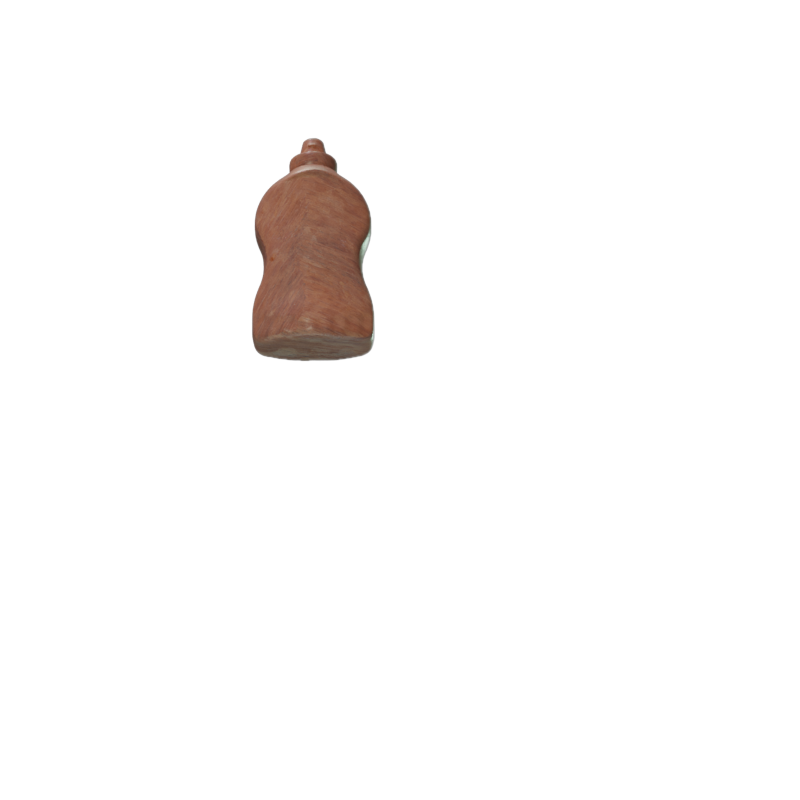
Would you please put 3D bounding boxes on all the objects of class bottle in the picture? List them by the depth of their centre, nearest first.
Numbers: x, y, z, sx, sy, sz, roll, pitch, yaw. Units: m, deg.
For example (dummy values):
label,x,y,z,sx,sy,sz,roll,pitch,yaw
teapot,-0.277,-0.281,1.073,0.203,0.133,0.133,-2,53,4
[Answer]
label,x,y,z,sx,sy,sz,roll,pitch,yaw
bottle,-0.071,-0.130,0.908,0.096,0.203,0.055,-2,-26,0
